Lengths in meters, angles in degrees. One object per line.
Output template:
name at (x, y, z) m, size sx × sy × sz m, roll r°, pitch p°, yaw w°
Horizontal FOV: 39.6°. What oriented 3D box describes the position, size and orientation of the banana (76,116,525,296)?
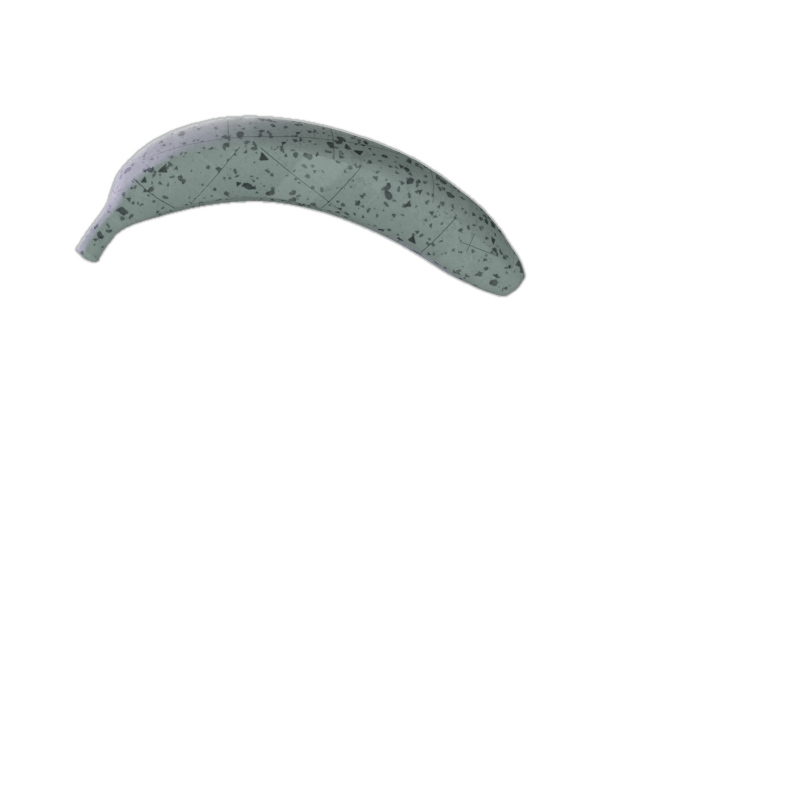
banana at (-0.041, -0.089, 0.492) m, size 0.197 × 0.068 × 0.038 m, roll 5°, pitch 11°, yaw -1°
